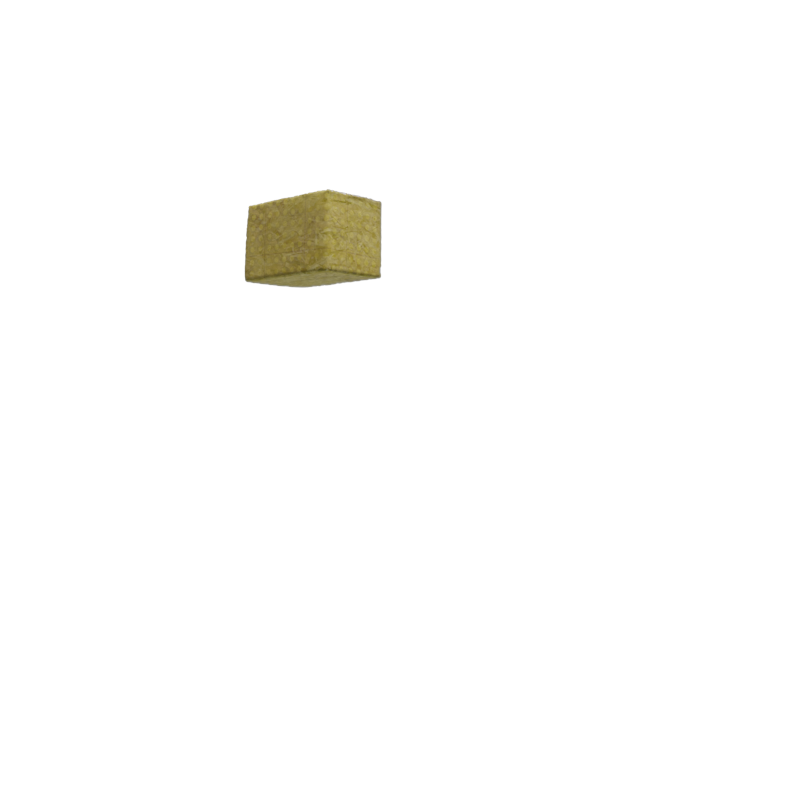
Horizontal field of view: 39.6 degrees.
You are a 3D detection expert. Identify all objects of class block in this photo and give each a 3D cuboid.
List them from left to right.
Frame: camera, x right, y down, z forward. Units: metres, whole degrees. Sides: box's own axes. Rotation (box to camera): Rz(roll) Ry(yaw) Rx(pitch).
[{"bbox_3d":[-0.057,-0.103,0.724,0.080,0.052,0.050,-4,-7,42],"label":"block"}]
